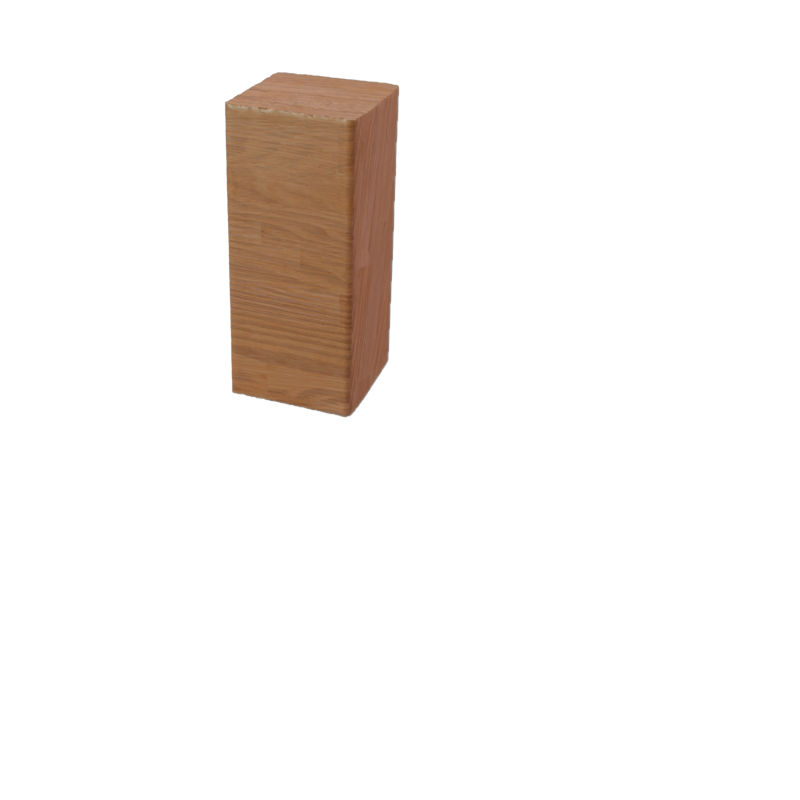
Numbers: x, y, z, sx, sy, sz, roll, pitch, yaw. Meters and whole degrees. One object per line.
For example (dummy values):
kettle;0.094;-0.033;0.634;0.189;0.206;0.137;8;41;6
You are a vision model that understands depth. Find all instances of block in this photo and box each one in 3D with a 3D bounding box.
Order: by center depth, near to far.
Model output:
block;-0.058;-0.107;0.748;0.093;0.196;0.092;10;26;17
